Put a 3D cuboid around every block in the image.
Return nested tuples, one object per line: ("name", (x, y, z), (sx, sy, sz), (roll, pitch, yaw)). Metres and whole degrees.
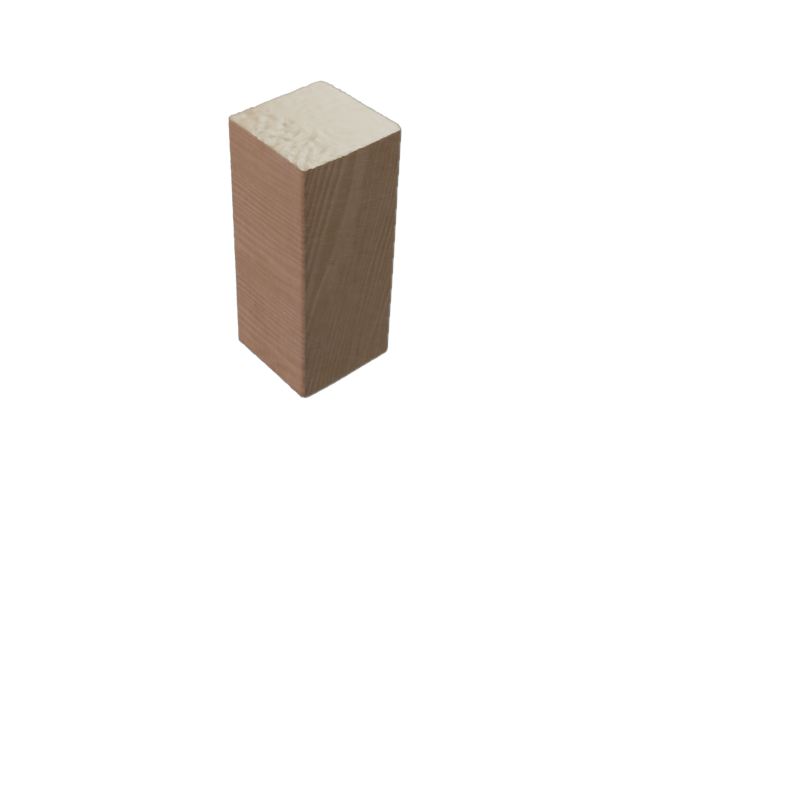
("block", (-0.064, -0.118, 0.825), (0.090, 0.192, 0.097), (-28, 49, -31))
